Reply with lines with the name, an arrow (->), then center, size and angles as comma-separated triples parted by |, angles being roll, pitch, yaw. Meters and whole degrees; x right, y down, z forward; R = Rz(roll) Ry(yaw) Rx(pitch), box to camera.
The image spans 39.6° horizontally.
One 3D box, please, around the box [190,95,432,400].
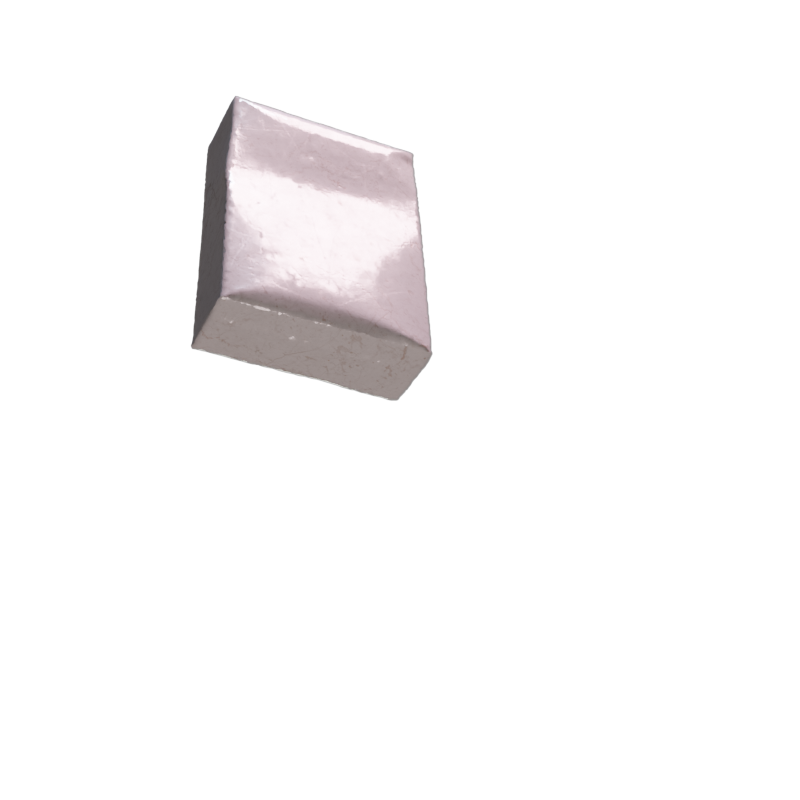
box -> -0.066, -0.120, 0.843 | 0.159, 0.229, 0.069 | 14, -42, -19
